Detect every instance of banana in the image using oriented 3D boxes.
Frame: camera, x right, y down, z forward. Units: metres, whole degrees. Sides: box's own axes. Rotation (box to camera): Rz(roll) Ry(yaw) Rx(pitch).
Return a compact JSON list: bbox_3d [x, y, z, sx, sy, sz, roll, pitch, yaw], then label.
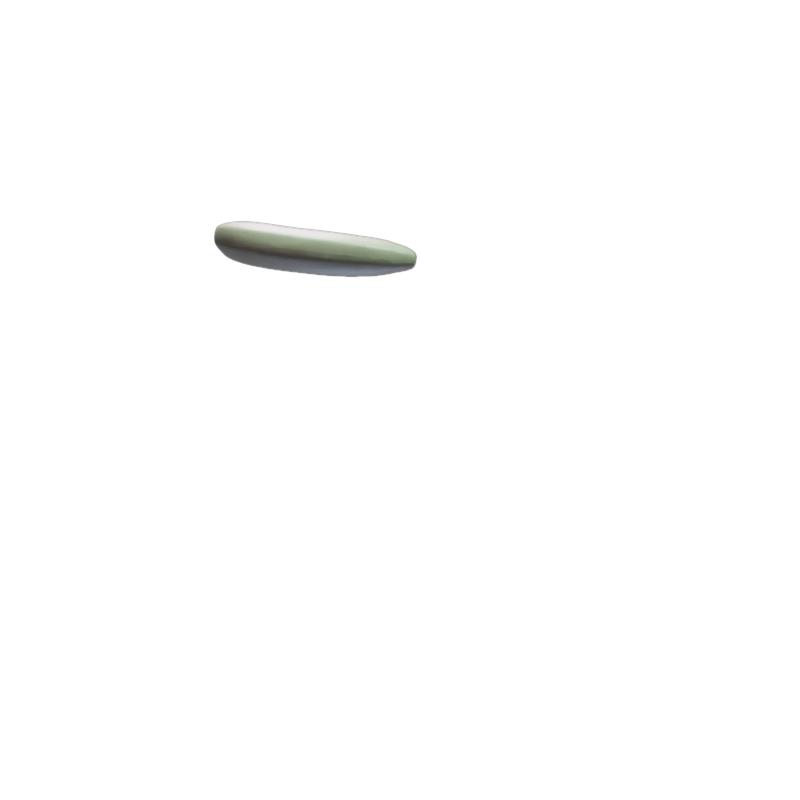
[{"bbox_3d":[-0.086,-0.130,0.935,0.207,0.035,0.069,13,23,29],"label":"banana"}]
